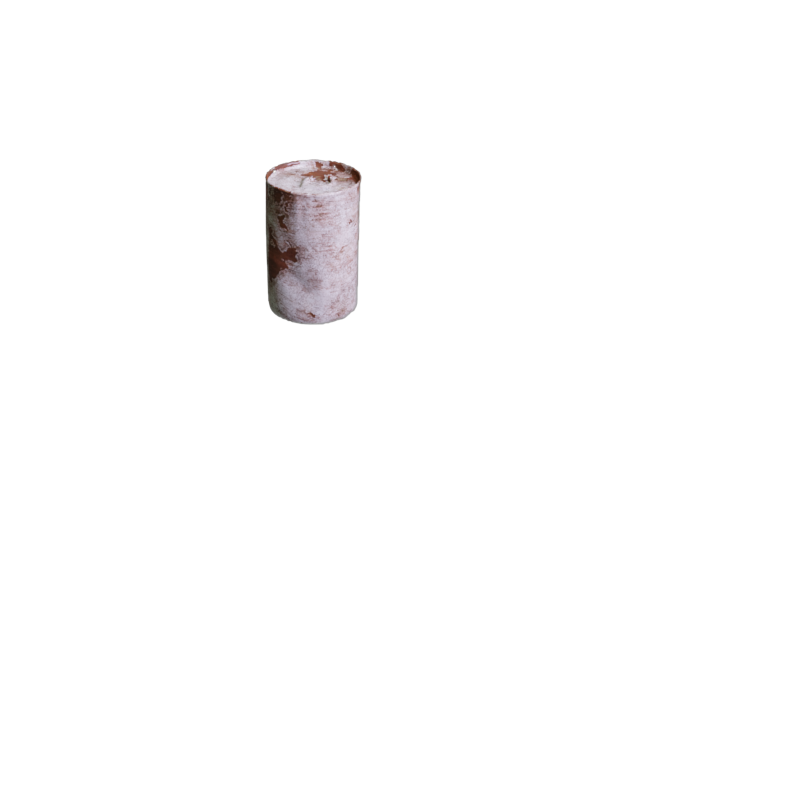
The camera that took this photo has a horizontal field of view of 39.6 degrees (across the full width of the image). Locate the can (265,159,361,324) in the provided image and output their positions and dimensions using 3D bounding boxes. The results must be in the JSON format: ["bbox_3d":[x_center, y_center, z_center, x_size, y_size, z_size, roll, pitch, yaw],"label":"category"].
[{"bbox_3d":[-0.063,-0.114,0.799,0.068,0.097,0.073,0,27,-2],"label":"can"}]
